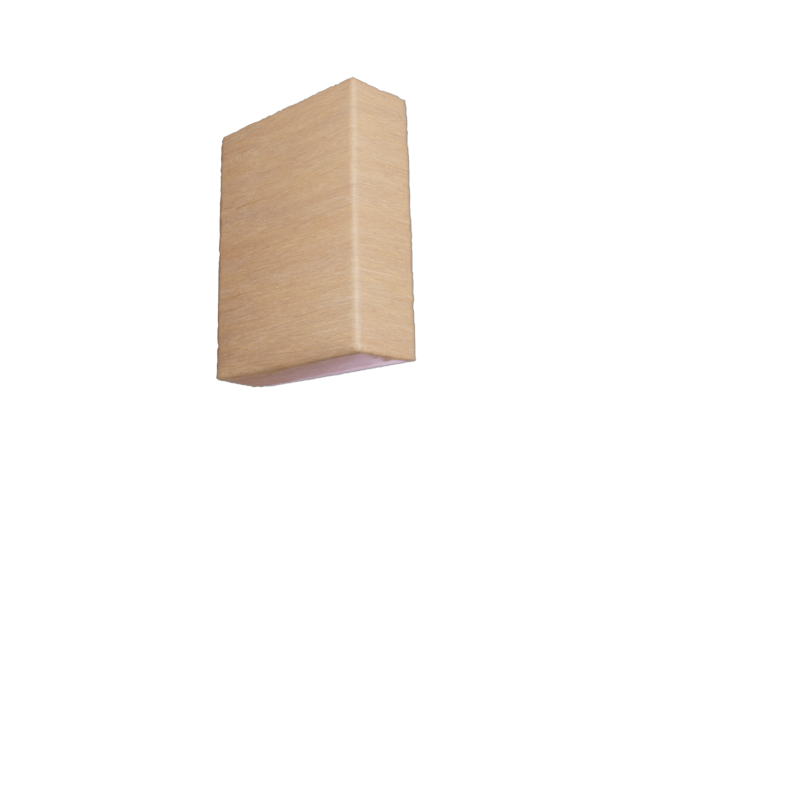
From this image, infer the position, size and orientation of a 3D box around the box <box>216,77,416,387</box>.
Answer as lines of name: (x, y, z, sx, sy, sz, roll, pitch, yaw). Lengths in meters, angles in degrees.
box: (-0.069, -0.126, 0.885, 0.167, 0.222, 0.068, -14, -21, 42)
